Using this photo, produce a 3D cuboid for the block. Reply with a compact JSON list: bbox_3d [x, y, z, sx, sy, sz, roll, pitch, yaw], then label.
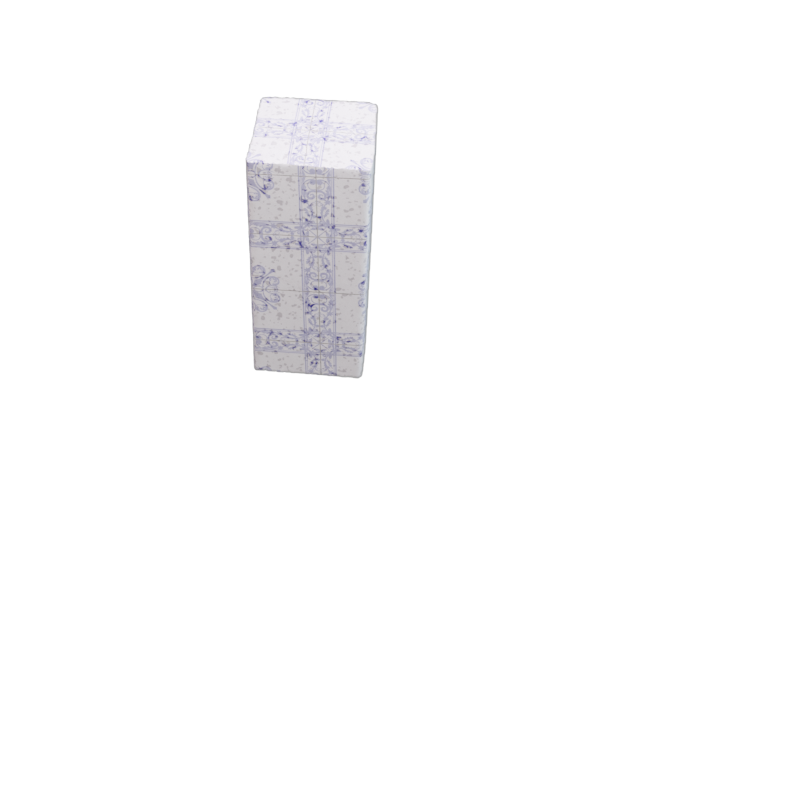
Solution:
[{"bbox_3d":[-0.067,-0.124,0.865,0.091,0.192,0.096,4,43,1],"label":"block"}]
